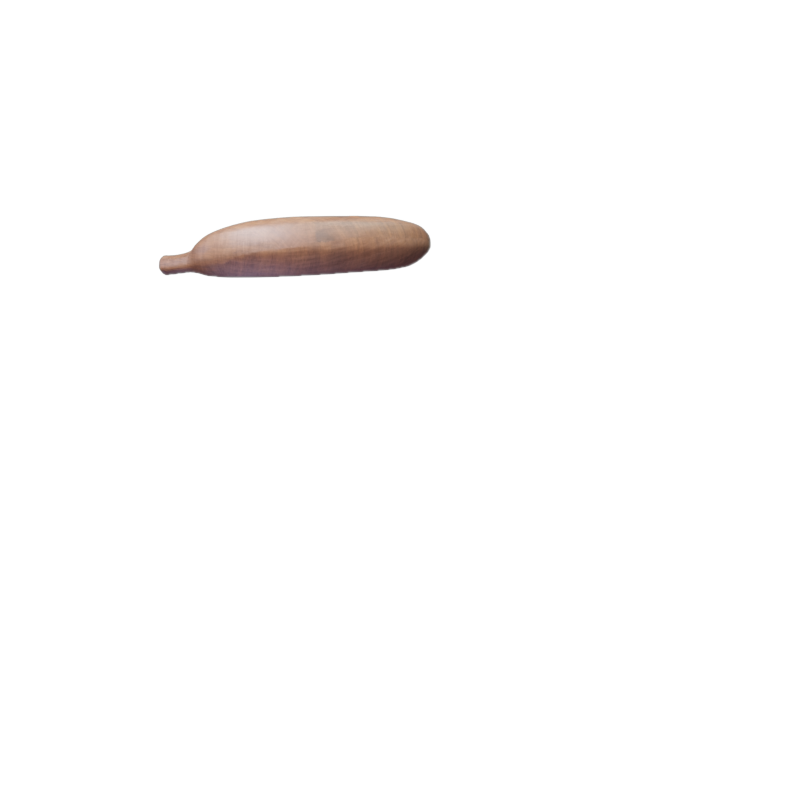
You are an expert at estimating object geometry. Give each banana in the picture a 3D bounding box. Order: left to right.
[{"bbox_3d":[-0.050,-0.100,0.706,0.192,0.036,0.073,-7,12,-29],"label":"banana"}]
